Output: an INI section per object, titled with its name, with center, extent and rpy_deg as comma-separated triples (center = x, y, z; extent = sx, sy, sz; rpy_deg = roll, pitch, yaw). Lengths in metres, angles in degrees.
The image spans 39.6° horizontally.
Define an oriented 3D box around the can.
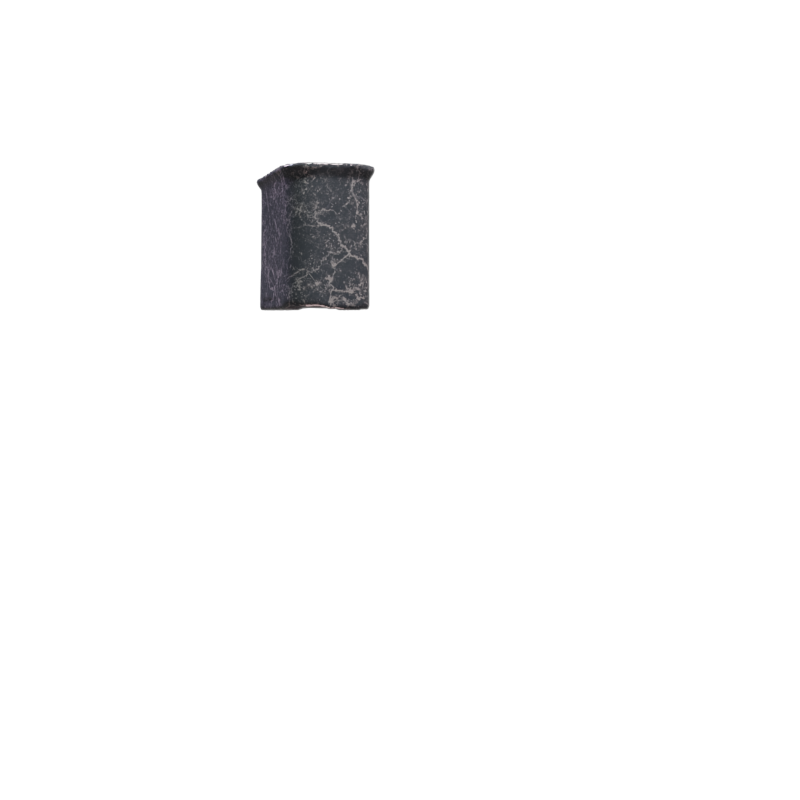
[can]
center = -0.053, -0.097, 0.679
extent = 0.056, 0.084, 0.104
rpy_deg = 0, 1, -18
